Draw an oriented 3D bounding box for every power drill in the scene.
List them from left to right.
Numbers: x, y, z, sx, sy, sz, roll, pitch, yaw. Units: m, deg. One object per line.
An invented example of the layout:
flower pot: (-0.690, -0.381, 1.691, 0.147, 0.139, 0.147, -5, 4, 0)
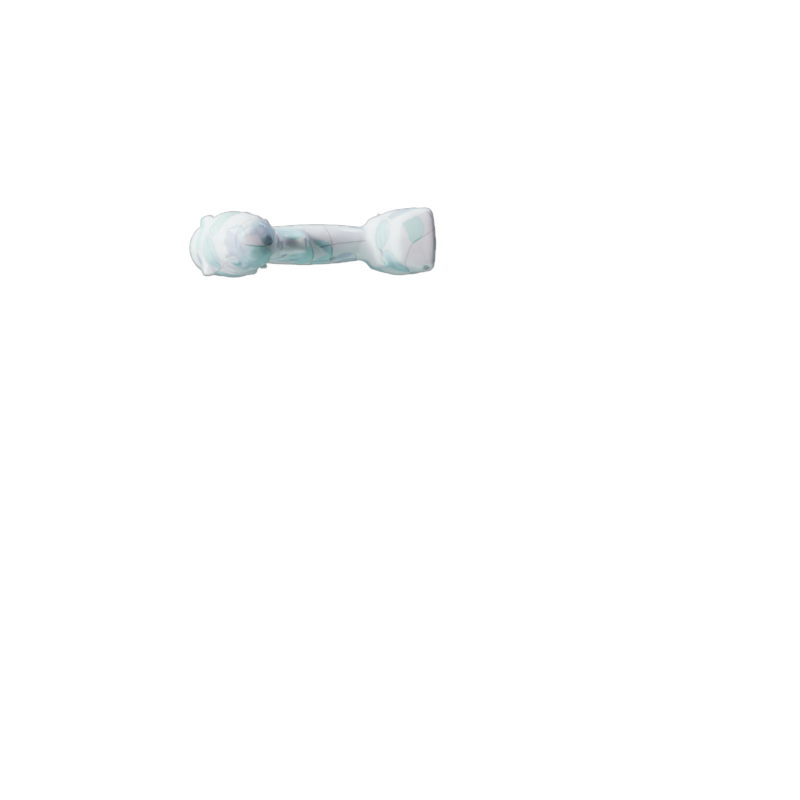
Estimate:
power drill: (-0.070, -0.128, 0.900, 0.184, 0.057, 0.190, -2, 7, -17)
